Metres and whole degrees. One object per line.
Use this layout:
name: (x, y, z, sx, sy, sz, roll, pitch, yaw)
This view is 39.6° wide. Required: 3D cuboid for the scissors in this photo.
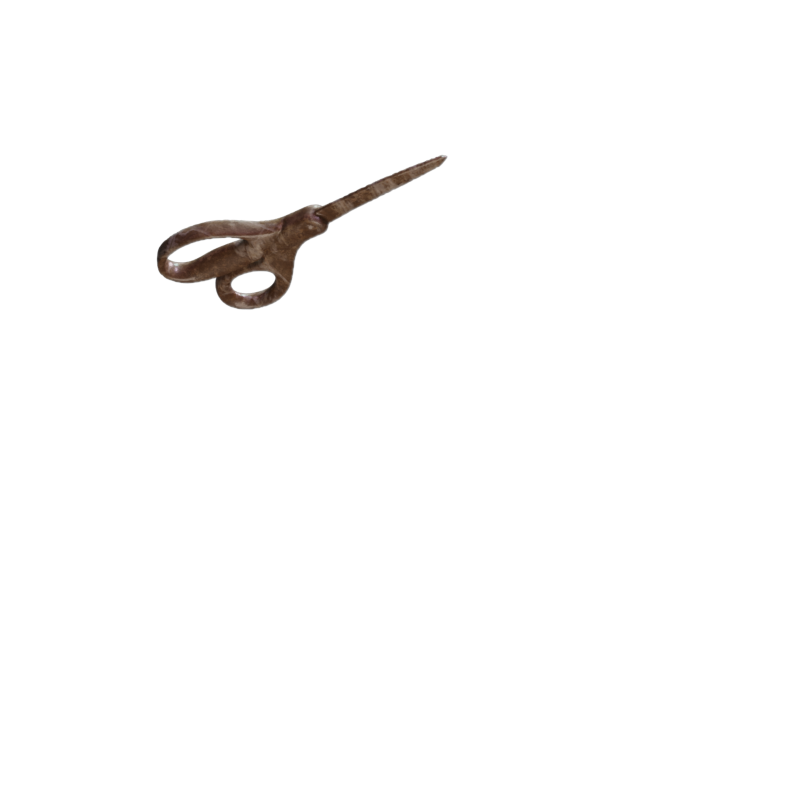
scissors: (-0.054, -0.098, 0.689, 0.204, 0.017, 0.089, -11, -32, 18)
